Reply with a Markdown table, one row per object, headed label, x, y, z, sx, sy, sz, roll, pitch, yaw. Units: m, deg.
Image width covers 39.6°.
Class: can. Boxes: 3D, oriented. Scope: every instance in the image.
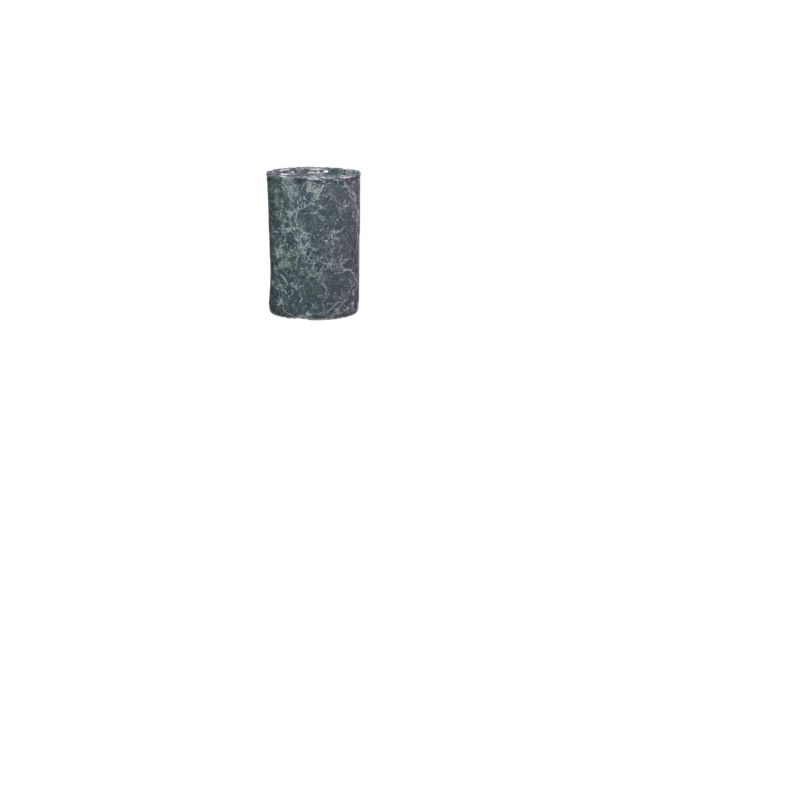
| label | x | y | z | sx | sy | sz | roll | pitch | yaw |
| --- | --- | --- | --- | --- | --- | --- | --- | --- | --- |
| can | -0.063 | -0.114 | 0.801 | 0.068 | 0.100 | 0.071 | 0 | 12 | -2 |
